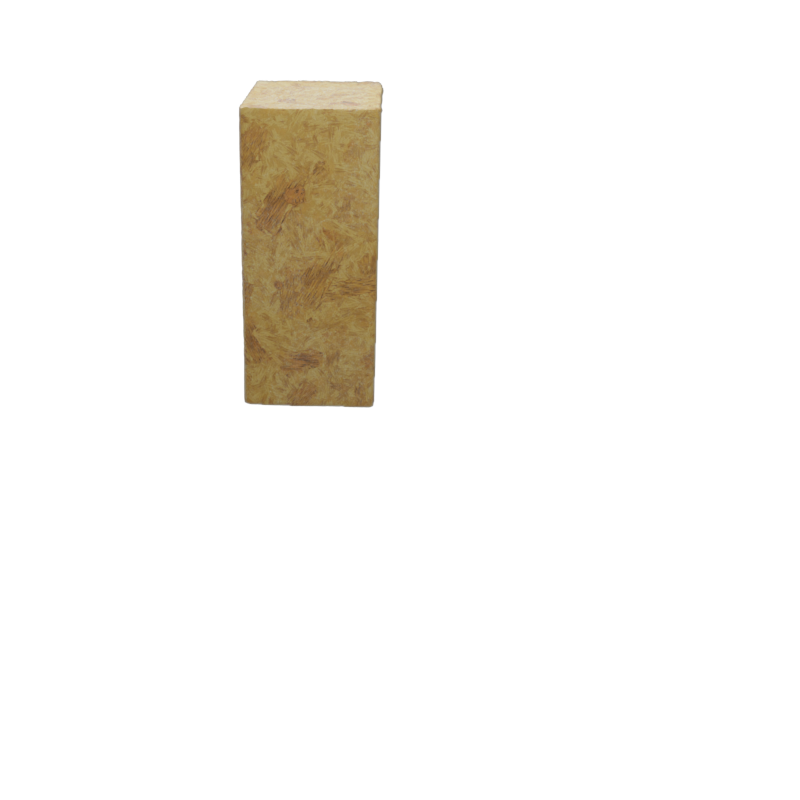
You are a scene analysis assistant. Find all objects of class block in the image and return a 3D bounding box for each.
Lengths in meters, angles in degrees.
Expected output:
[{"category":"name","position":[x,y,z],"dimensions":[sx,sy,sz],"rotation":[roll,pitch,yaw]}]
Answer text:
[{"category":"block","position":[-0.059,-0.108,0.758],"dimensions":[0.090,0.197,0.095],"rotation":[2,21,1]}]
